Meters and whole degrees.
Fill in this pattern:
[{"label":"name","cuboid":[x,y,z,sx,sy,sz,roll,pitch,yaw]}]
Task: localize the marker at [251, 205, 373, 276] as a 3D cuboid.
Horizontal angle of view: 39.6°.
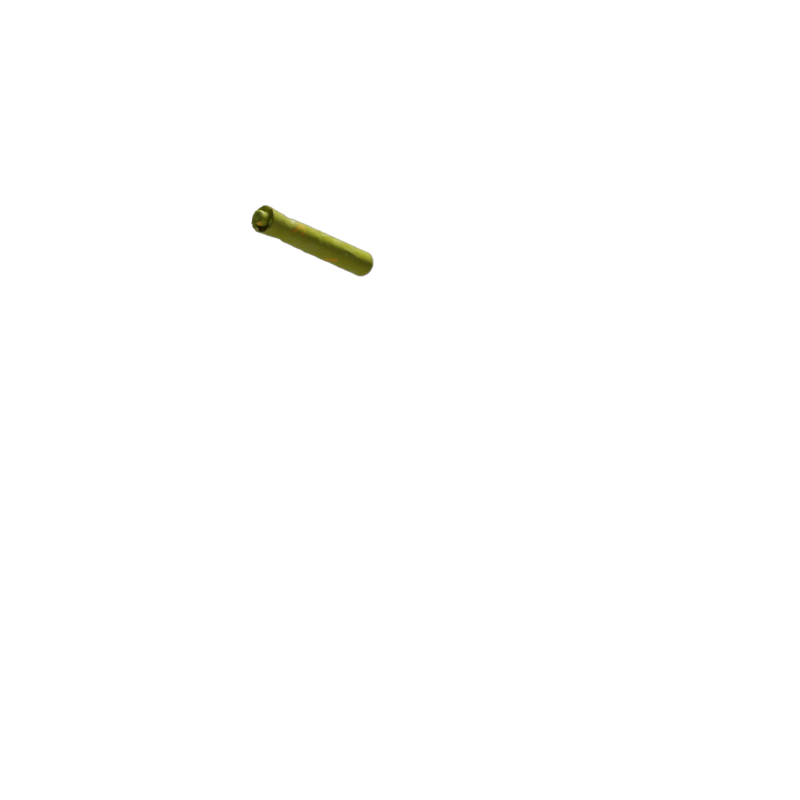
[{"label":"marker","cuboid":[-0.059,-0.108,0.757,0.021,0.020,0.114,3,-8,36]}]
